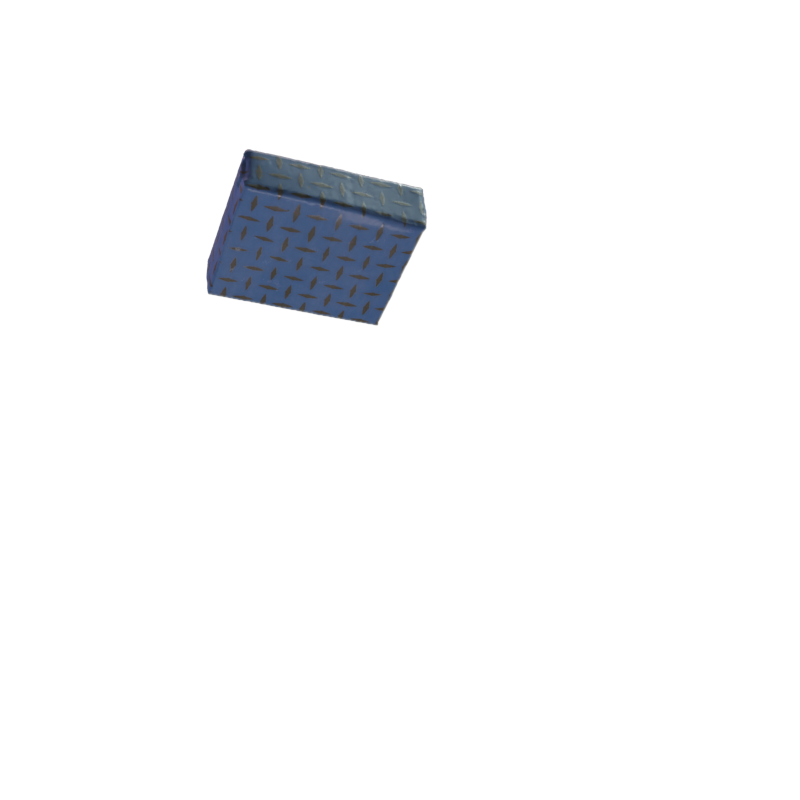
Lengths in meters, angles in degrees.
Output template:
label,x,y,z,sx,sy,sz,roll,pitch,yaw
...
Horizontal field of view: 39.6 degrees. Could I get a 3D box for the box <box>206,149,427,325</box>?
label,x,y,z,sx,sy,sz,roll,pitch,yaw
box,-0.052,-0.095,0.662,0.111,0.042,0.086,13,-45,-14
